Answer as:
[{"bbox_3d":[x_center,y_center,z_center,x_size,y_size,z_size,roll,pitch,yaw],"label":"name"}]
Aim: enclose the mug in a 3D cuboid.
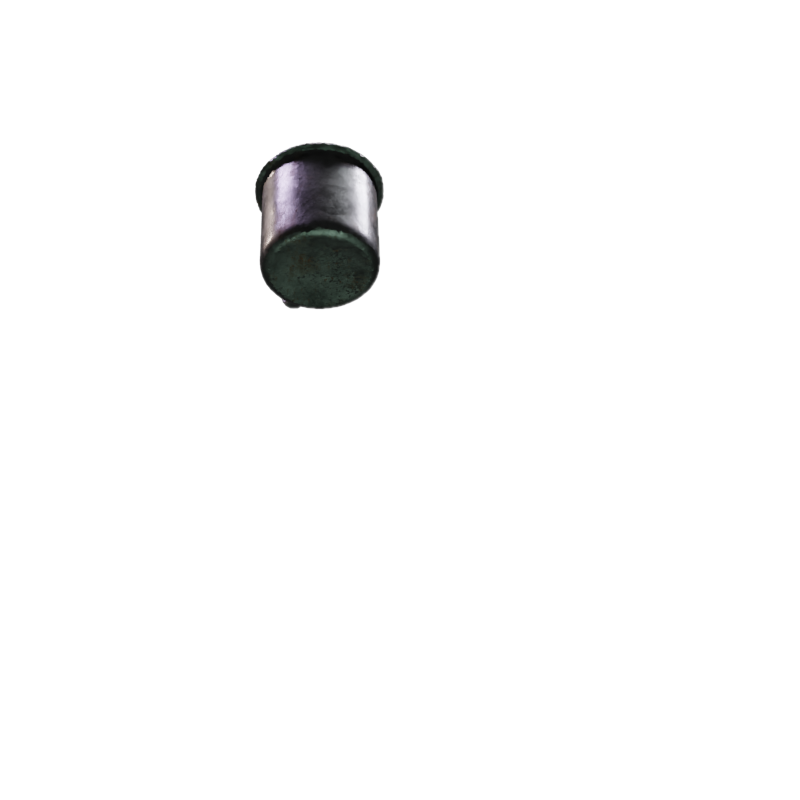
[{"bbox_3d":[-0.061,-0.111,0.779,0.090,0.087,0.113,16,-44,-19],"label":"mug"}]
